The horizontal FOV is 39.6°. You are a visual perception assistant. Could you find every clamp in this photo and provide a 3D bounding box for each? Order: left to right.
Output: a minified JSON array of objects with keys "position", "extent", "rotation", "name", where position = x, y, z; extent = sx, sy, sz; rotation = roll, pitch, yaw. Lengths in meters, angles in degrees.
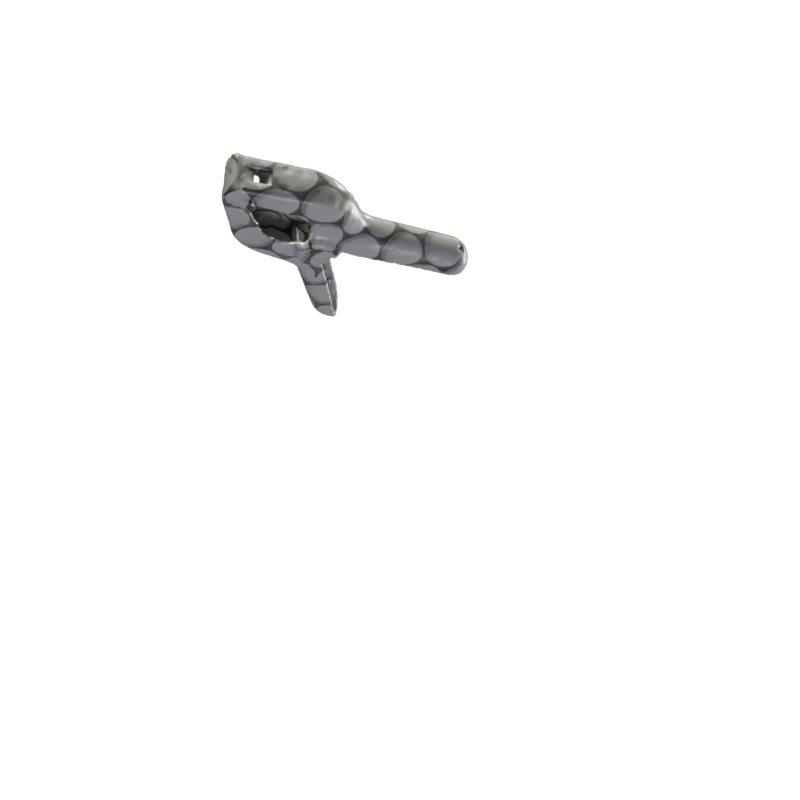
[{"position":[-0.055,-0.100,0.699],"extent":[0.161,0.042,0.120],"rotation":[25,-40,-35],"name":"clamp"}]
